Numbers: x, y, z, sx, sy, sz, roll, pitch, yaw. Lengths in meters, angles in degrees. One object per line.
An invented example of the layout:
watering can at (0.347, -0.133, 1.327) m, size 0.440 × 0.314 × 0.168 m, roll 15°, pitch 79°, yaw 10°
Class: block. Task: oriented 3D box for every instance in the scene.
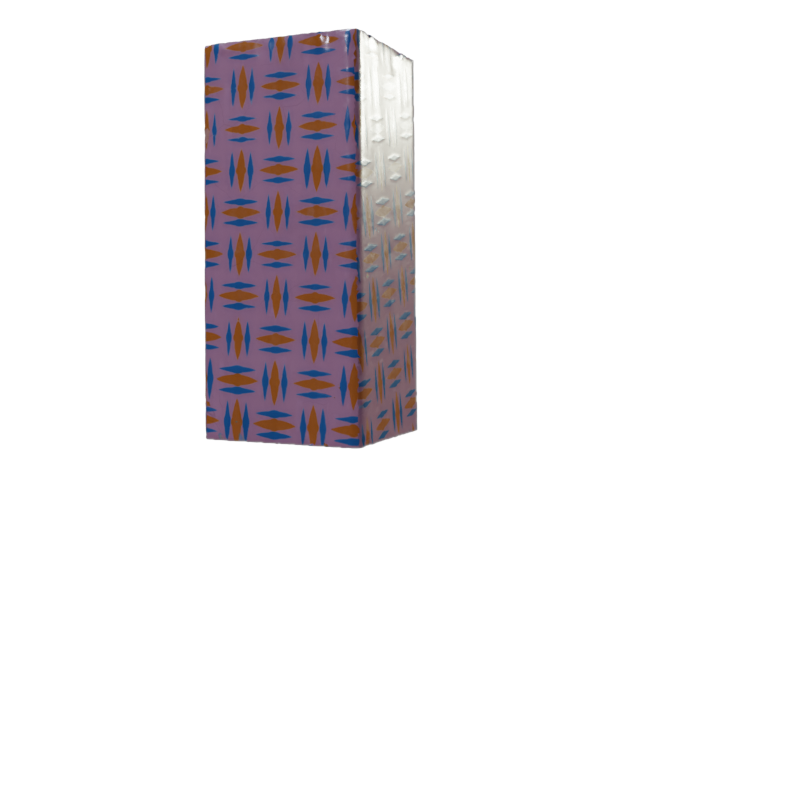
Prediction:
block at (-0.047, -0.085, 0.598) m, size 0.093 × 0.207 × 0.087 m, roll -1°, pitch -2°, yaw 23°
